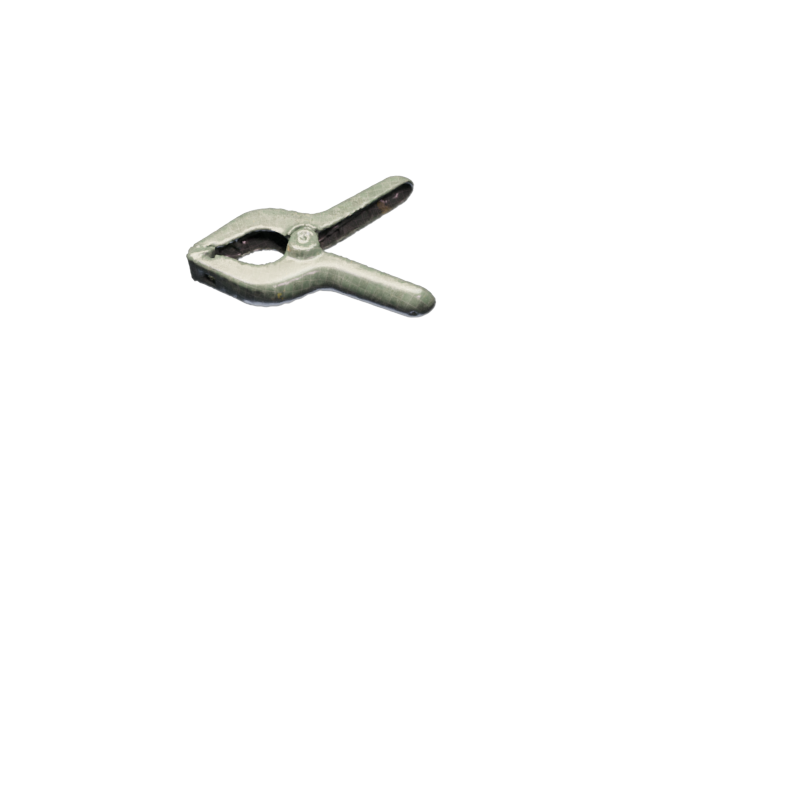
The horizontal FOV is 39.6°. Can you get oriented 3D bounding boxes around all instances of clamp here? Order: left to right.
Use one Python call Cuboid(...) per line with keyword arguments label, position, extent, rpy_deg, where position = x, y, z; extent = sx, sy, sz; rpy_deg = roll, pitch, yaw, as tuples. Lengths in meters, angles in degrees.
Cuboid(label="clamp", position=(-0.061, -0.111, 0.780), extent=(0.172, 0.128, 0.036), rpy_deg=(2, -42, 2))
